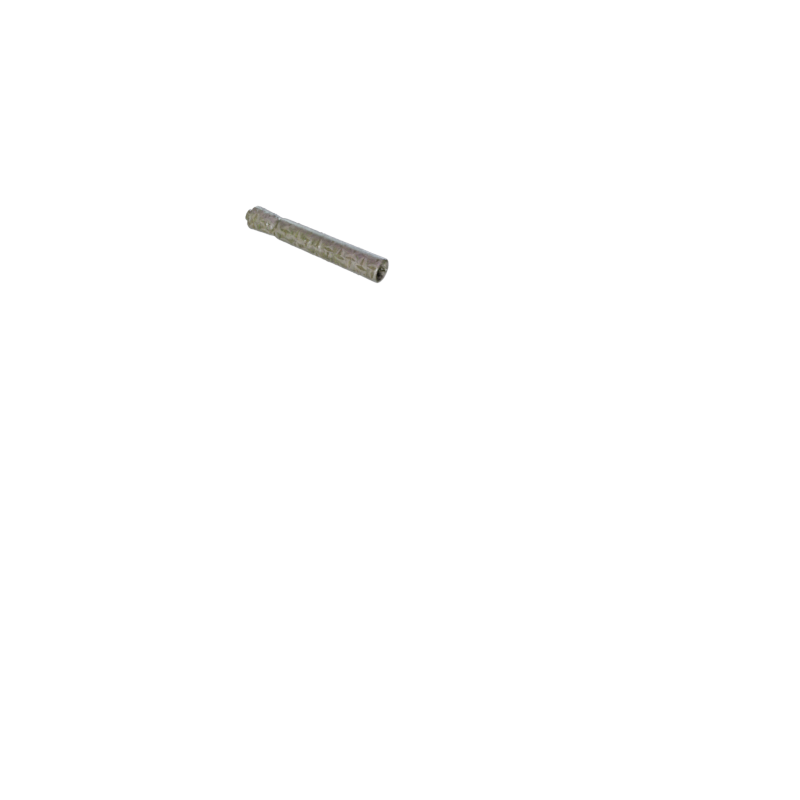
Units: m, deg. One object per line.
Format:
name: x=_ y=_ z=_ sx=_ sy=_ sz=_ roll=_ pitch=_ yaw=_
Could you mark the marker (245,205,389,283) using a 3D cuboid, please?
marker: x=-0.064 y=-0.117 z=0.818 sx=0.127 sy=0.019 sz=0.019 roll=26 pitch=15 yaw=26
